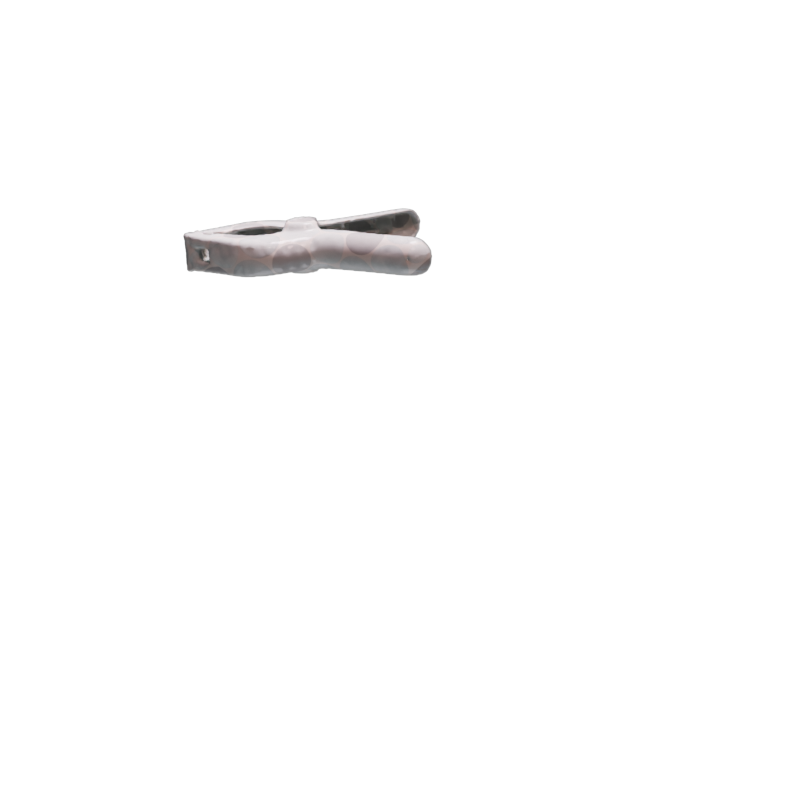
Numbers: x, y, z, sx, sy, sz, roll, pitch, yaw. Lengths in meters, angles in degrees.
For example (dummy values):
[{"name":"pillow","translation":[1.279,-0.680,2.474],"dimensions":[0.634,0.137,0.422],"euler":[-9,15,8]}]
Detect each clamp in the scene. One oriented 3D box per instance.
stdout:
[{"name":"clamp","translation":[-0.060,-0.110,0.771],"dimensions":[0.174,0.038,0.122],"euler":[2,15,8]}]
